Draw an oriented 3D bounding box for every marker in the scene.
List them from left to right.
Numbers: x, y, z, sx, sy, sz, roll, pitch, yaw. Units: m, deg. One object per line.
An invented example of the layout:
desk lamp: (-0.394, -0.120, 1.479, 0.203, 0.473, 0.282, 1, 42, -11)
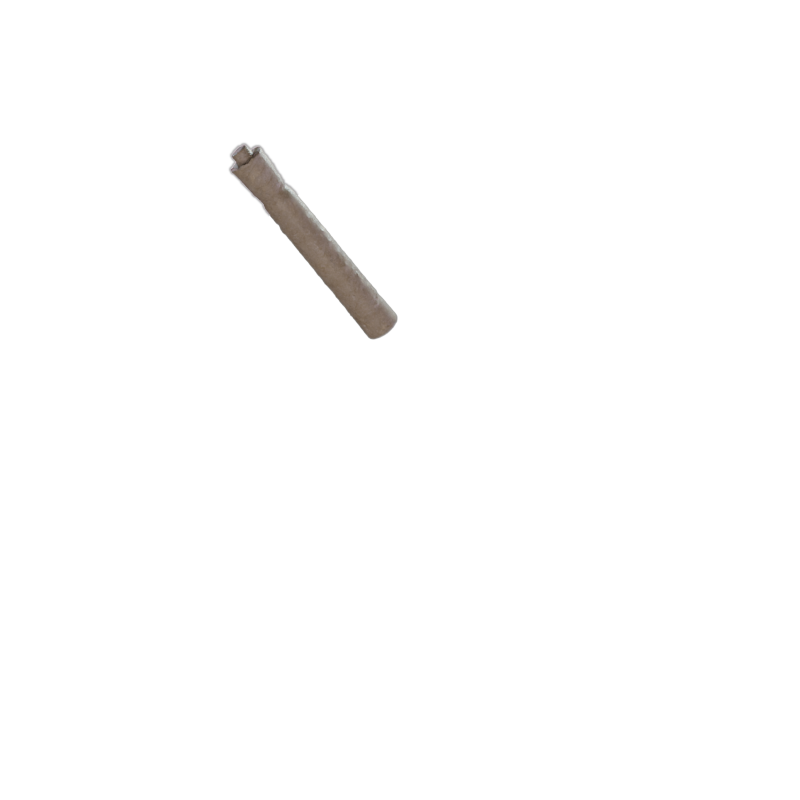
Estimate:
marker: (-0.043, -0.079, 0.552, 0.020, 0.115, 0.021, -34, 21, 15)
